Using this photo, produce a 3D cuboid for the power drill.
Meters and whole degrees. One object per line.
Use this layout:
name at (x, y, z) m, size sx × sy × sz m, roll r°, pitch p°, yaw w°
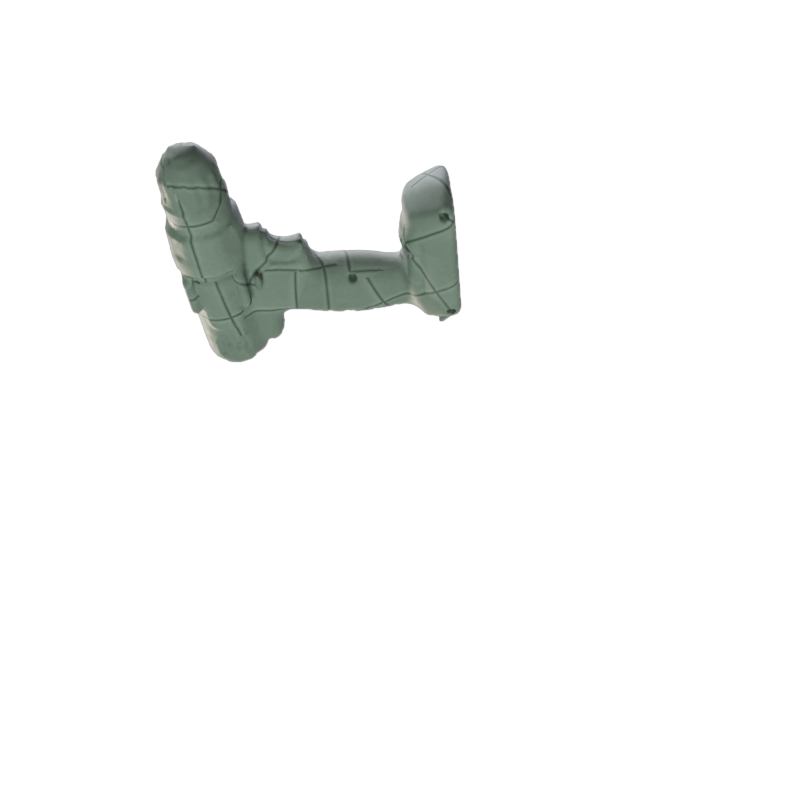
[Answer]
power drill at (-0.057, -0.105, 0.733) m, size 0.189 × 0.062 × 0.170 m, roll -5°, pitch -41°, yaw 6°
